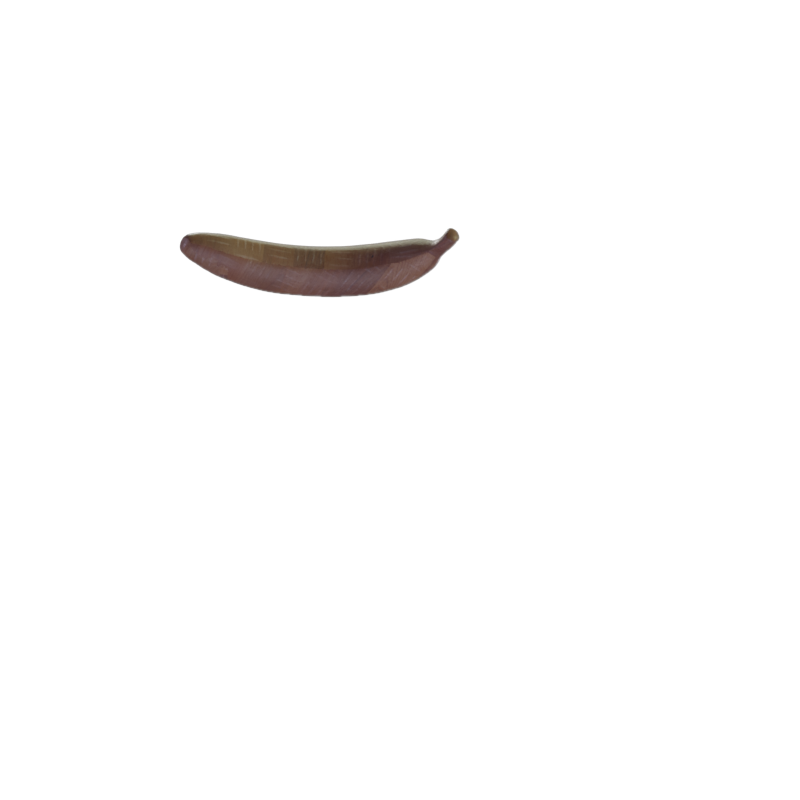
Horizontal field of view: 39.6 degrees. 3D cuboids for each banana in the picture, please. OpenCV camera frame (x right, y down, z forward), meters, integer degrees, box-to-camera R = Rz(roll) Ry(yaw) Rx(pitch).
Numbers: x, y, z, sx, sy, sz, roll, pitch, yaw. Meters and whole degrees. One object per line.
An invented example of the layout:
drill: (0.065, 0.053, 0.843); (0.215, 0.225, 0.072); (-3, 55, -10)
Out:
banana: (-0.058, -0.103, 0.808); (0.198, 0.039, 0.064); (-2, -39, 3)
